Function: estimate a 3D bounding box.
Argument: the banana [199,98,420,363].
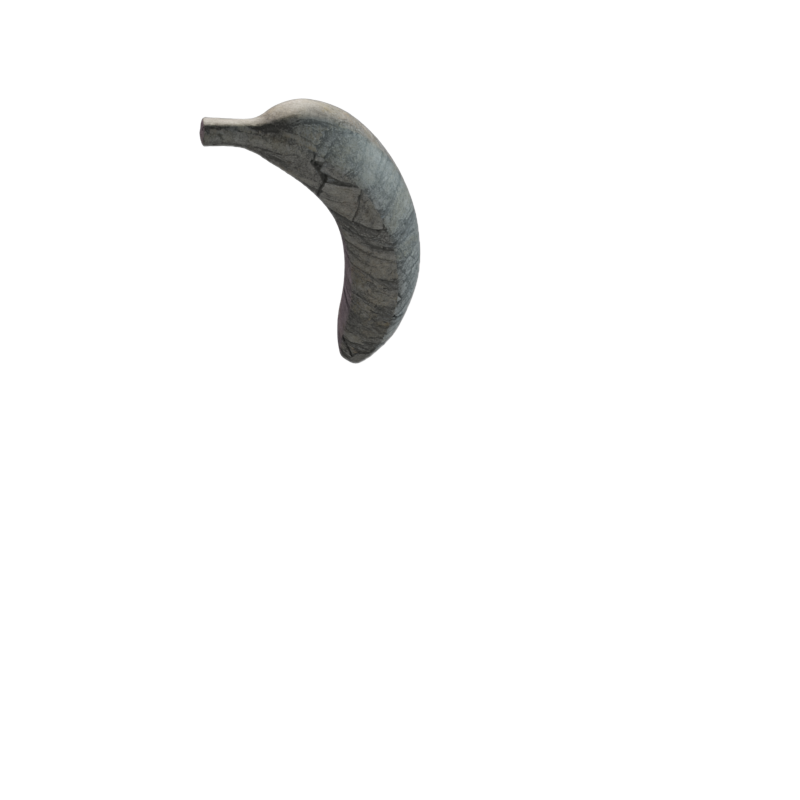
[{"bbox_3d":[-0.025,-0.082,0.528,0.070,0.039,0.182,-11,-35,15],"label":"banana"}]
